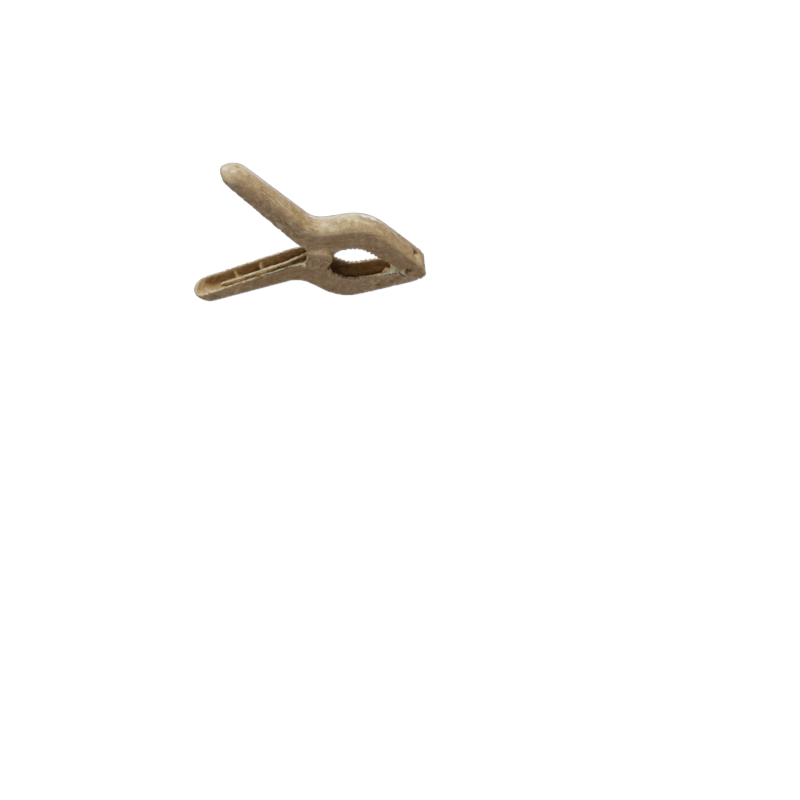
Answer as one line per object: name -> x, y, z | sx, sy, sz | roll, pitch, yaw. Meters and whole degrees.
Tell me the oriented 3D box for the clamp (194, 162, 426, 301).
clamp -> -0.078, -0.142, 0.996 | 0.208, 0.039, 0.154 | 4, -39, -5
